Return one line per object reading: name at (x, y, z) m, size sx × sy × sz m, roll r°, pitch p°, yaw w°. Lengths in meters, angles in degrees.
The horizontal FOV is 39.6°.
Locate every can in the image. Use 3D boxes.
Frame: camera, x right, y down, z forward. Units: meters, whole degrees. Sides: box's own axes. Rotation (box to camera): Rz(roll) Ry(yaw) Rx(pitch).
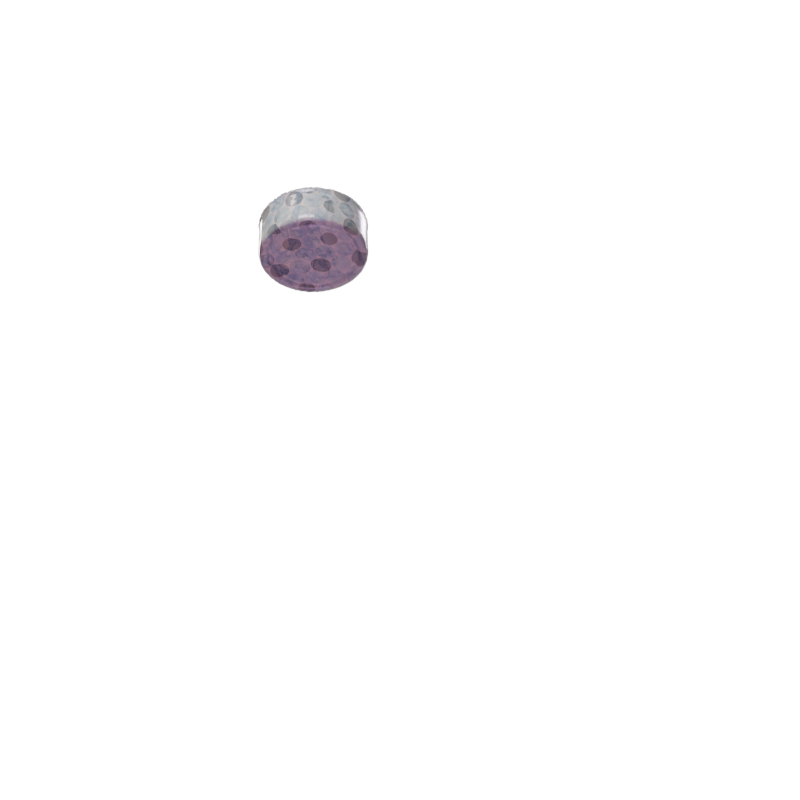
can at (-0.067, -0.123, 0.860) m, size 0.086 × 0.036 × 0.080 m, roll 1°, pitch -39°, yaw -2°
